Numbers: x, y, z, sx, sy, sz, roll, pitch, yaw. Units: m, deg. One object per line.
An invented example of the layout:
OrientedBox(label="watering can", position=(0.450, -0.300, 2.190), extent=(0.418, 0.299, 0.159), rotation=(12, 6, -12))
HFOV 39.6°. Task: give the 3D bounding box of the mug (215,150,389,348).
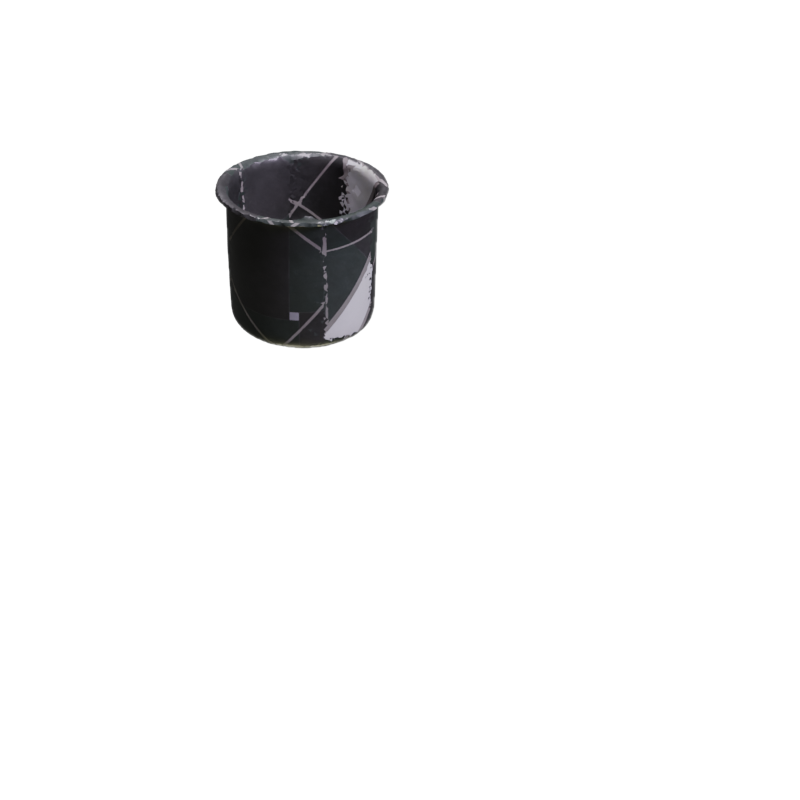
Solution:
OrientedBox(label="mug", position=(-0.049, -0.089, 0.622), extent=(0.097, 0.077, 0.119), rotation=(16, 36, 22))
